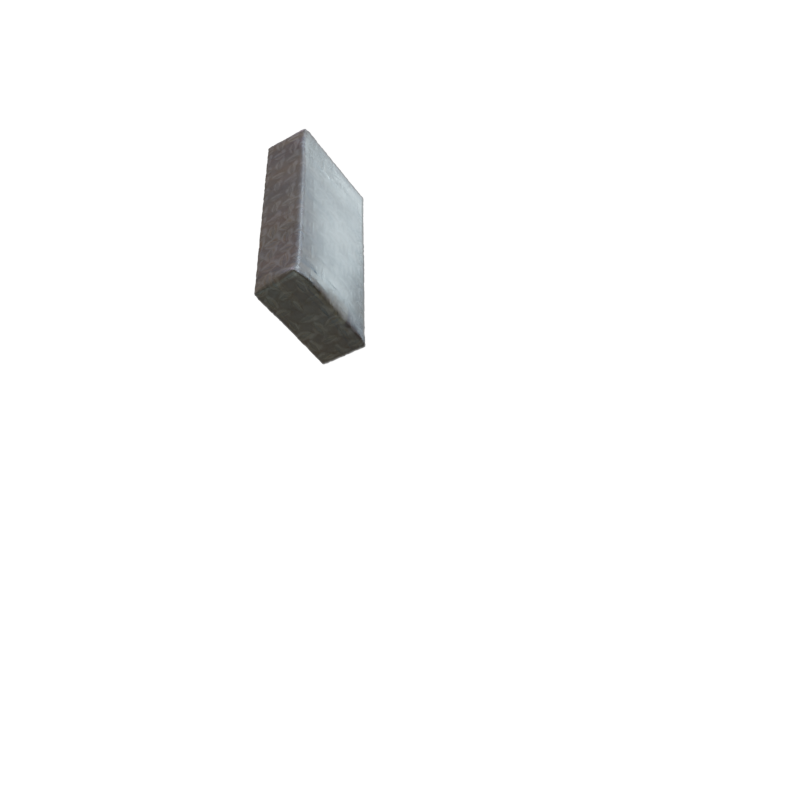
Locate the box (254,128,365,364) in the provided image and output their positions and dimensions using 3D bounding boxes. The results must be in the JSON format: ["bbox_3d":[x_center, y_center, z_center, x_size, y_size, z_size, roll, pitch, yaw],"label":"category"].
[{"bbox_3d":[-0.069,-0.125,0.874,0.048,0.189,0.087,-27,-50,20],"label":"box"}]
